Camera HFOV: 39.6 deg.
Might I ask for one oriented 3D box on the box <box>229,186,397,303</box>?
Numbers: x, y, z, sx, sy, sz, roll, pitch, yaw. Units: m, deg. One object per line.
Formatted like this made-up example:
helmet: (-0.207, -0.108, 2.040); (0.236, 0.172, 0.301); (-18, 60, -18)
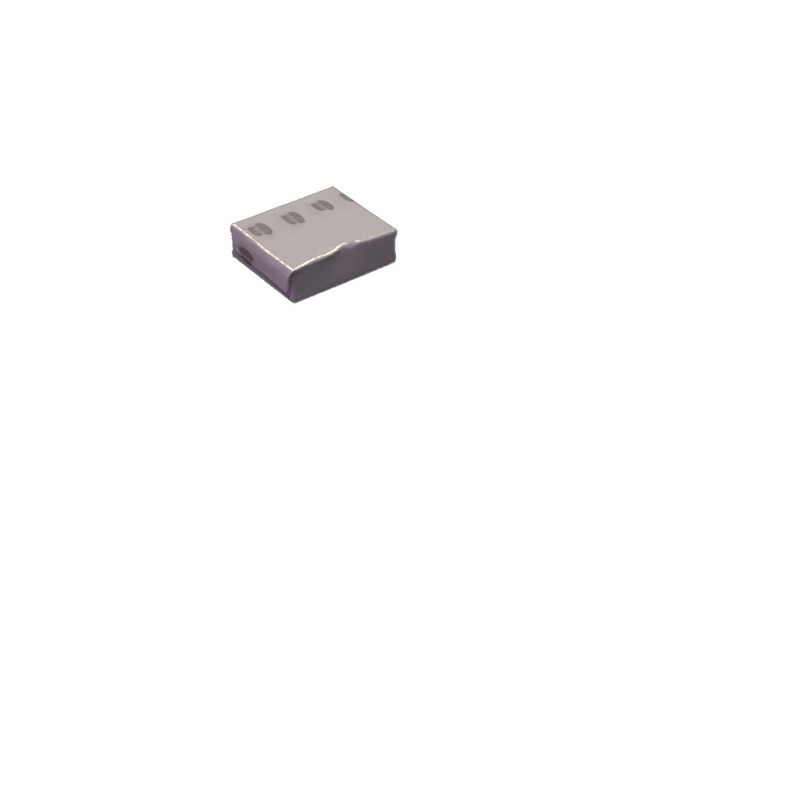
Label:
box: (-0.058, -0.106, 0.746); (0.089, 0.028, 0.079); (-25, 44, -29)
